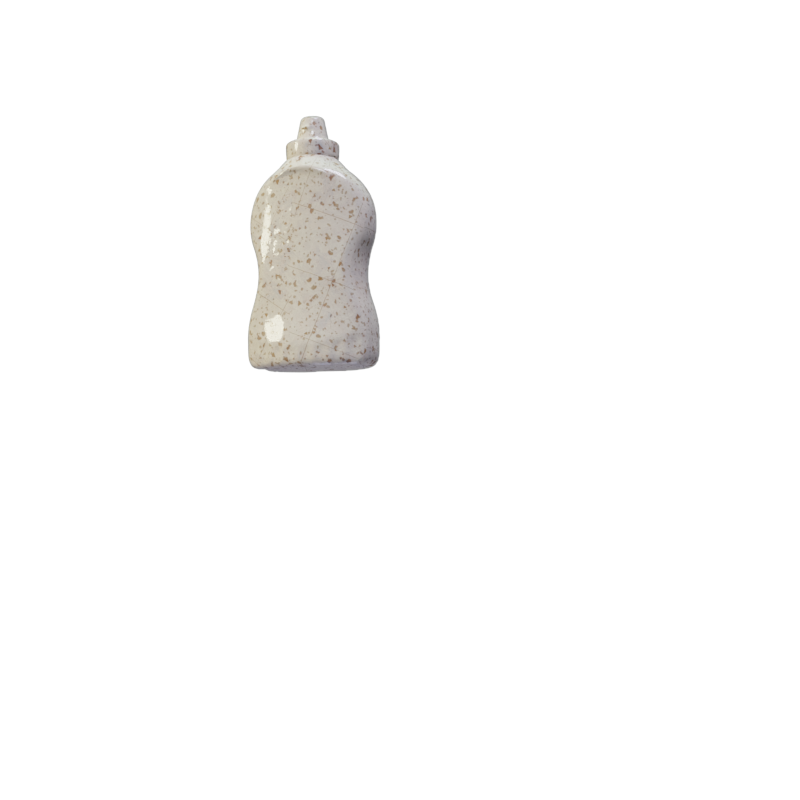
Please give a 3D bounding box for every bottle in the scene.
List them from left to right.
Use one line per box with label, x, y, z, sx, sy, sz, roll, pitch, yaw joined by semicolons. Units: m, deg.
bottle;-0.065;-0.119;0.832;0.098;0.197;0.055;-5;-11;23
